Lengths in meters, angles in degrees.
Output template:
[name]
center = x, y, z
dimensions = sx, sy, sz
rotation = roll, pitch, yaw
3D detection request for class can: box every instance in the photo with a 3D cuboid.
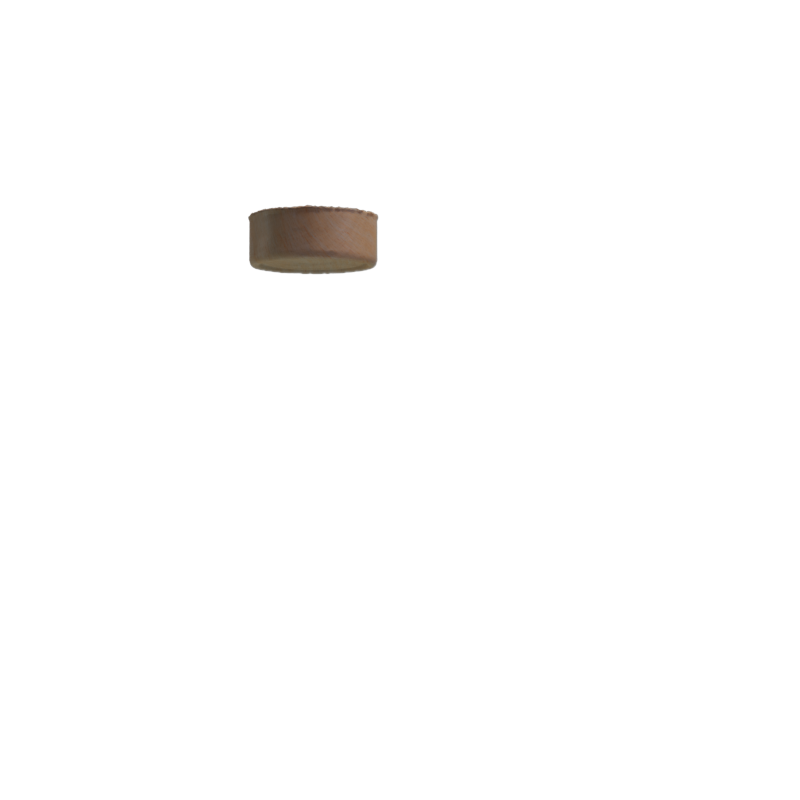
[can]
center = -0.057, -0.104, 0.729
dimensions = 0.086, 0.034, 0.085
rotation = 0, -2, -2
